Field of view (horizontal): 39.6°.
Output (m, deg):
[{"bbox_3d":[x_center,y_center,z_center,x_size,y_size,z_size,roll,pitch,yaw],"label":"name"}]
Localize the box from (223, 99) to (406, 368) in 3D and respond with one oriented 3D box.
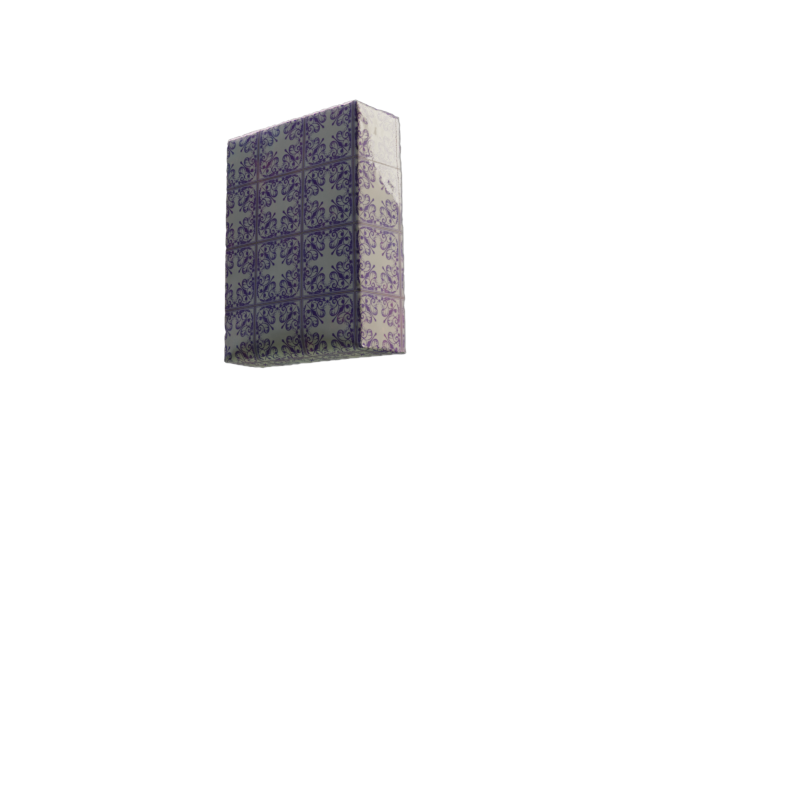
[{"bbox_3d":[-0.077,-0.141,0.990,0.168,0.220,0.068,-9,-14,39],"label":"box"}]
